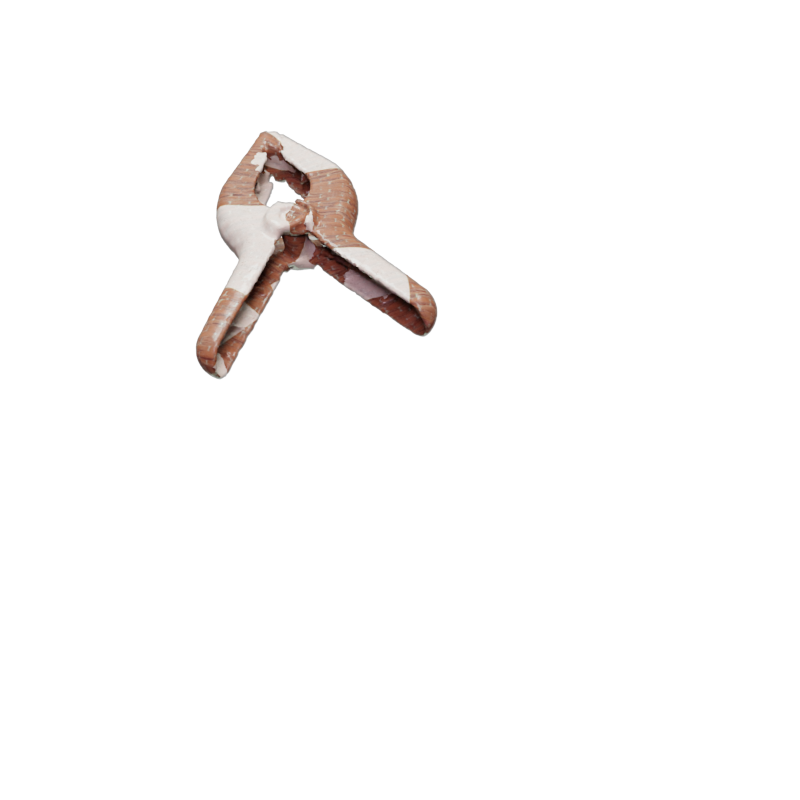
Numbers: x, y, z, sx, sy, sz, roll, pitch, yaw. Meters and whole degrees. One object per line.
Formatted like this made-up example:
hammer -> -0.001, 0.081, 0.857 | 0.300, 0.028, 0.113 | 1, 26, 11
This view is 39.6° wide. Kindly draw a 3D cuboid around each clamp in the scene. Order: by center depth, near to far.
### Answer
clamp -> -0.047, -0.085, 0.598 | 0.120, 0.184, 0.036 | -3, -41, -3
